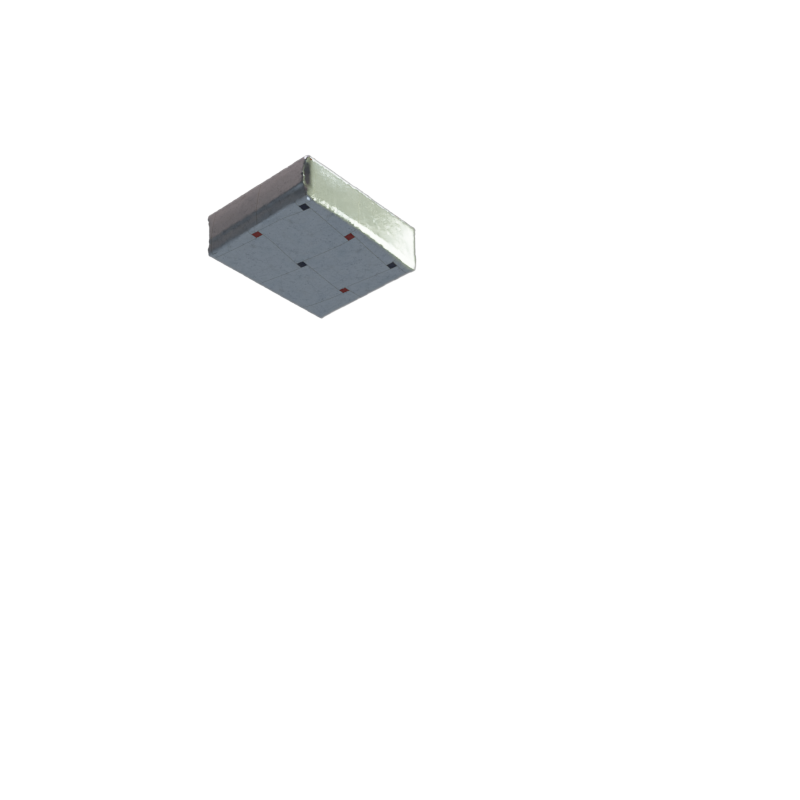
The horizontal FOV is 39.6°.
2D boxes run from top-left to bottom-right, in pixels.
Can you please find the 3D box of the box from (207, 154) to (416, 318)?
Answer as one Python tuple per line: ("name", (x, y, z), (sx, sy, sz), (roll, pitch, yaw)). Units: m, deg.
("box", (-0.057, -0.104, 0.730), (0.090, 0.042, 0.106), (-25, -39, 33))
